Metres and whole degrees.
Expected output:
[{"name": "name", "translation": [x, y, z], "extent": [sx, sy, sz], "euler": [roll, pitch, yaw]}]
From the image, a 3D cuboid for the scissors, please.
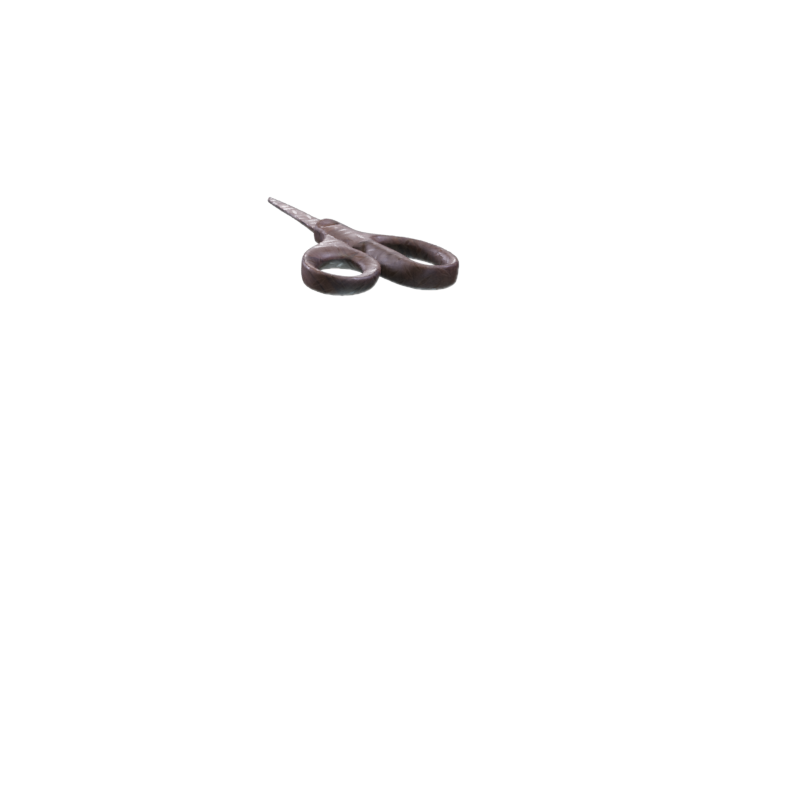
[{"name": "scissors", "translation": [-0.053, -0.096, 0.675], "extent": [0.094, 0.015, 0.214], "euler": [-19, 30, -38]}]
